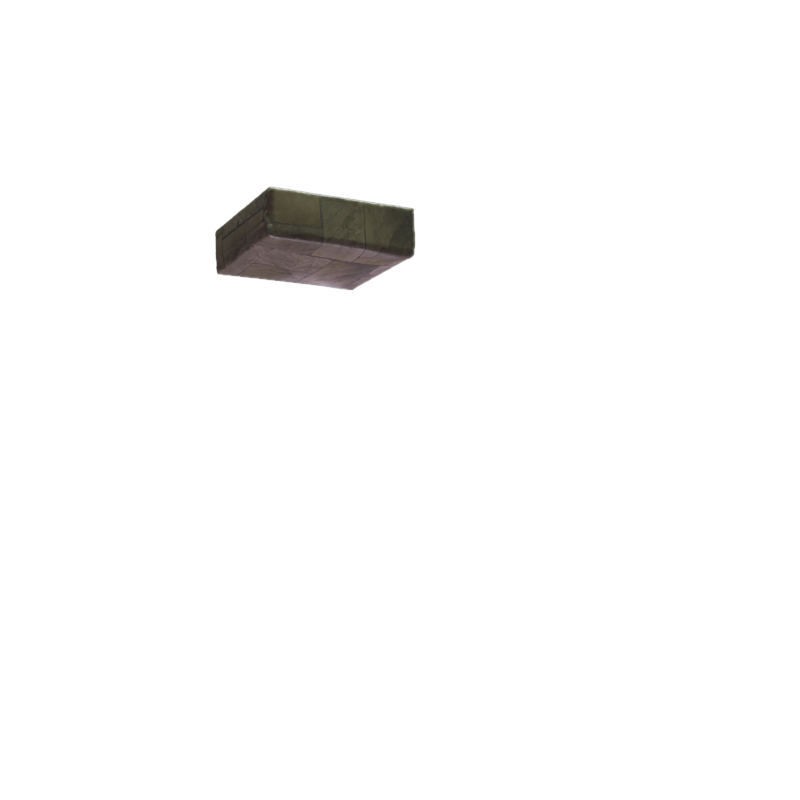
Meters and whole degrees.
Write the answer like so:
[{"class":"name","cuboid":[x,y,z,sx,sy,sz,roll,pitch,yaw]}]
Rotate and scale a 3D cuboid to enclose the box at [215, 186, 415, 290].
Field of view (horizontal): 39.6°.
[{"class":"box","cuboid":[-0.059,-0.109,0.760,0.109,0.040,0.090,7,-14,-28]}]
